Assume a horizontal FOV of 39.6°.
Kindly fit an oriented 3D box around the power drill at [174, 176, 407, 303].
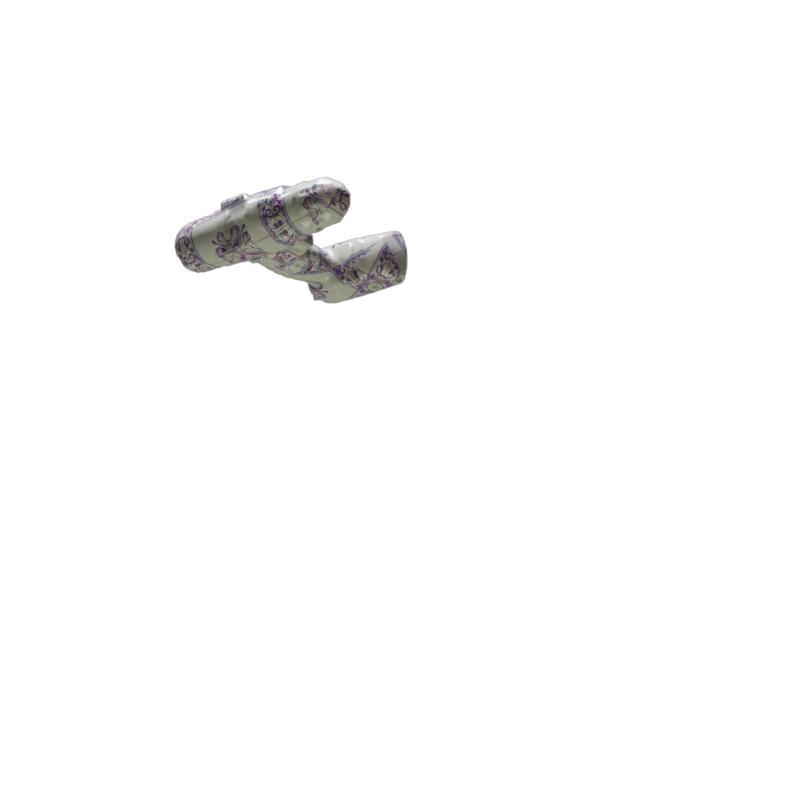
[{"bbox_3d":[-0.077,-0.140,0.982,0.188,0.060,0.177,-10,-16,38],"label":"power drill"}]
